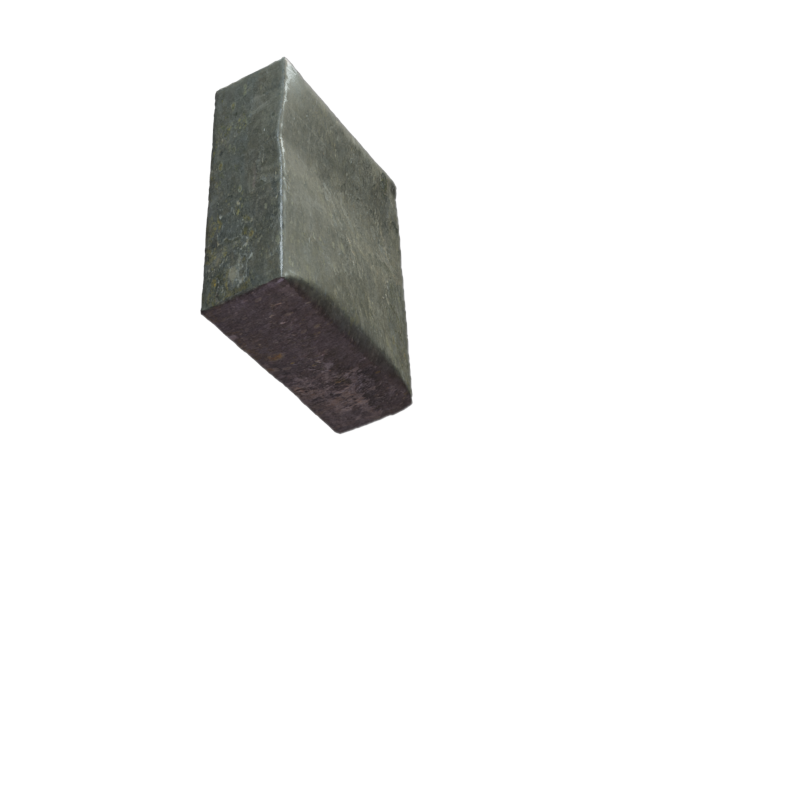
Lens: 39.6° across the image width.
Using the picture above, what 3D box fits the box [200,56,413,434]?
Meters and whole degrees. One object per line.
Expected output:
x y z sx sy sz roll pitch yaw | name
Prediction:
-0.061 -0.111 0.777 0.072 0.229 0.152 -23 -43 23 | box
